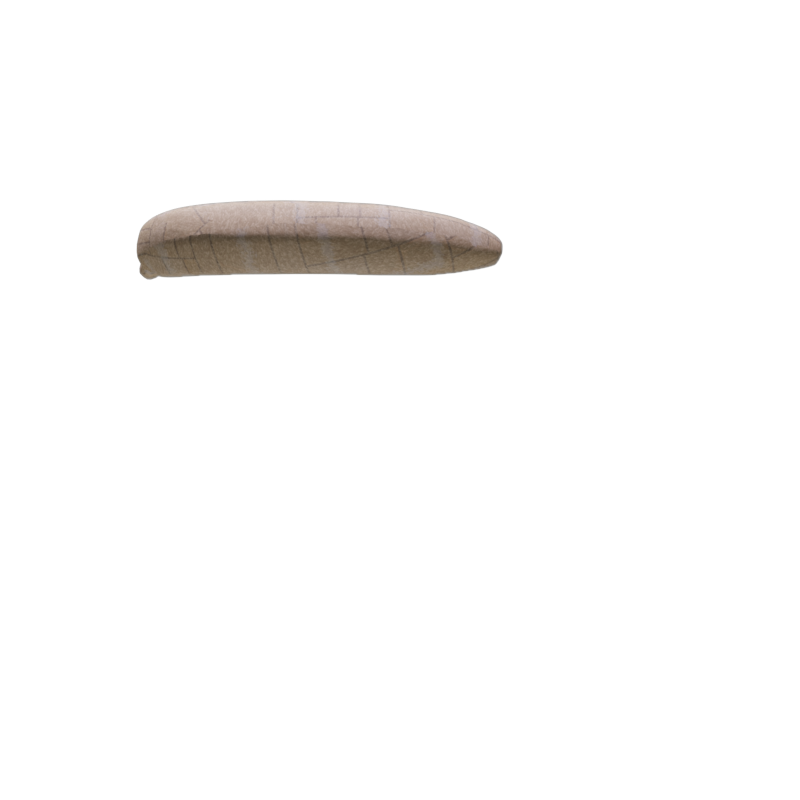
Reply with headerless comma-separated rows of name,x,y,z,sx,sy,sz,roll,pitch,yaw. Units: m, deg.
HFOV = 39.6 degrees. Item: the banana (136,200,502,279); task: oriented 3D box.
banana,-0.052,-0.079,0.549,0.202,0.037,0.068,1,3,17
